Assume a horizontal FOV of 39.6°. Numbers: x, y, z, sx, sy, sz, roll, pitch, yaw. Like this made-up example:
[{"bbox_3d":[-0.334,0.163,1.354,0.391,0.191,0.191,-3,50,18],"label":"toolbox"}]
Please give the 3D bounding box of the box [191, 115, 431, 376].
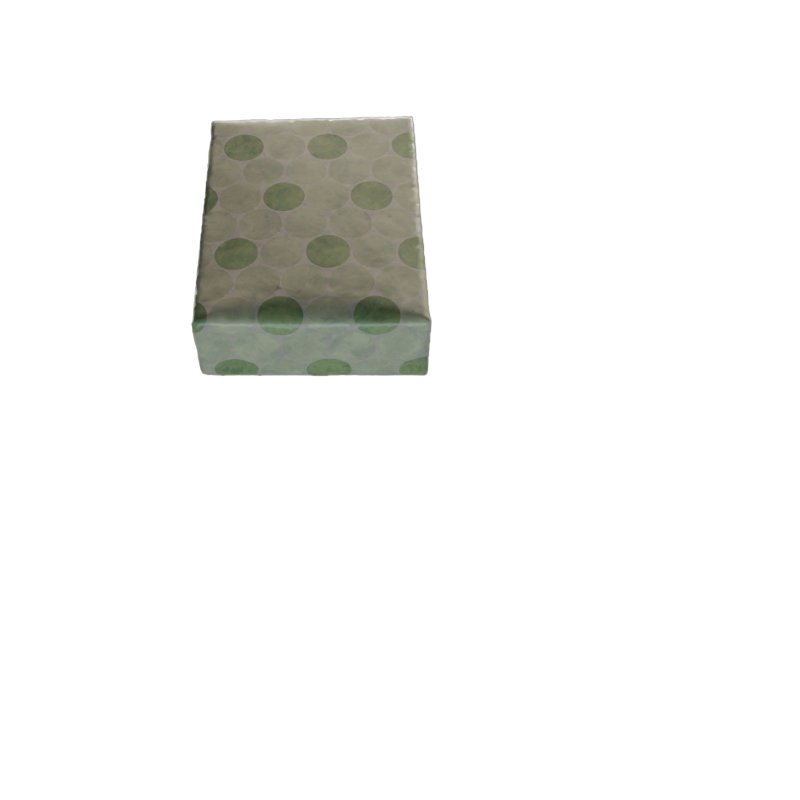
[{"bbox_3d":[-0.065,-0.119,0.836,0.164,0.229,0.067,-2,-40,-1],"label":"box"}]
